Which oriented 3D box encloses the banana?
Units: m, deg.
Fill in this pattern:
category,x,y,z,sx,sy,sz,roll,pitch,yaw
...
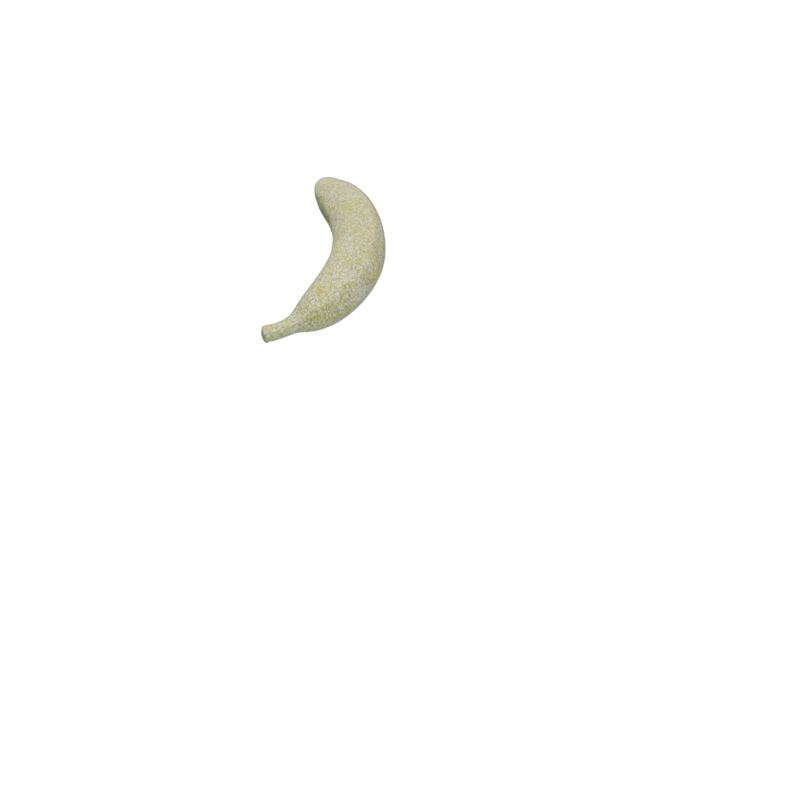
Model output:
category,x,y,z,sx,sy,sz,roll,pitch,yaw
banana,-0.044,-0.107,0.780,0.070,0.034,0.209,5,38,6
